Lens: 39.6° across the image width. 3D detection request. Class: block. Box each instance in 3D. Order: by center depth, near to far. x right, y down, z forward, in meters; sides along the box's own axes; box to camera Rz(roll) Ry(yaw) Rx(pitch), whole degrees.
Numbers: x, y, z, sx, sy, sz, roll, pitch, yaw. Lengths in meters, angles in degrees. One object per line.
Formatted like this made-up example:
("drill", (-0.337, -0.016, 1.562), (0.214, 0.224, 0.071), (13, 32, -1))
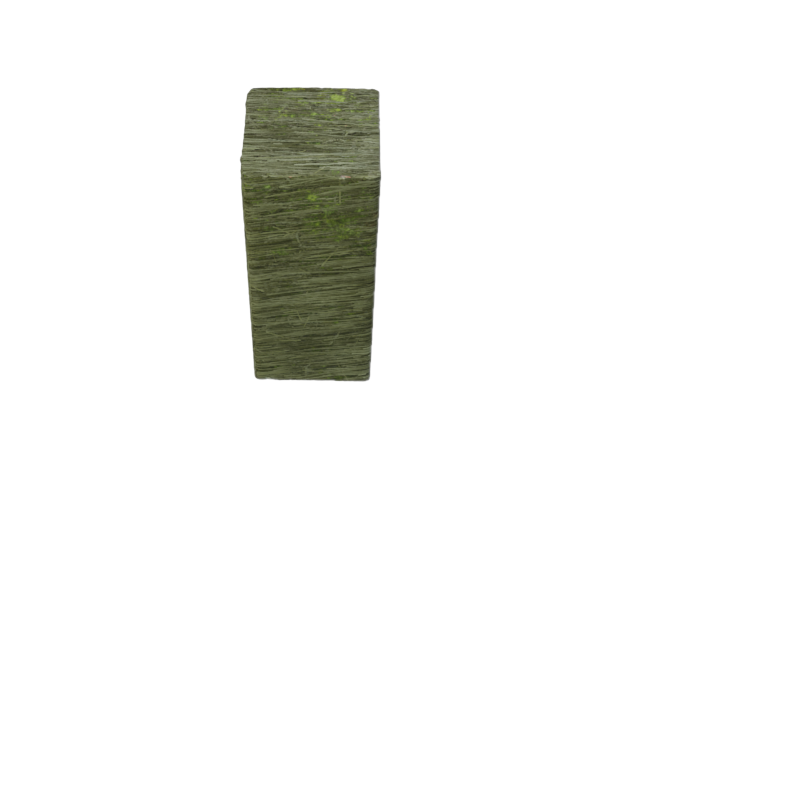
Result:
("block", (-0.062, -0.112, 0.785), (0.090, 0.097, 0.192), (1, -40, -3))
